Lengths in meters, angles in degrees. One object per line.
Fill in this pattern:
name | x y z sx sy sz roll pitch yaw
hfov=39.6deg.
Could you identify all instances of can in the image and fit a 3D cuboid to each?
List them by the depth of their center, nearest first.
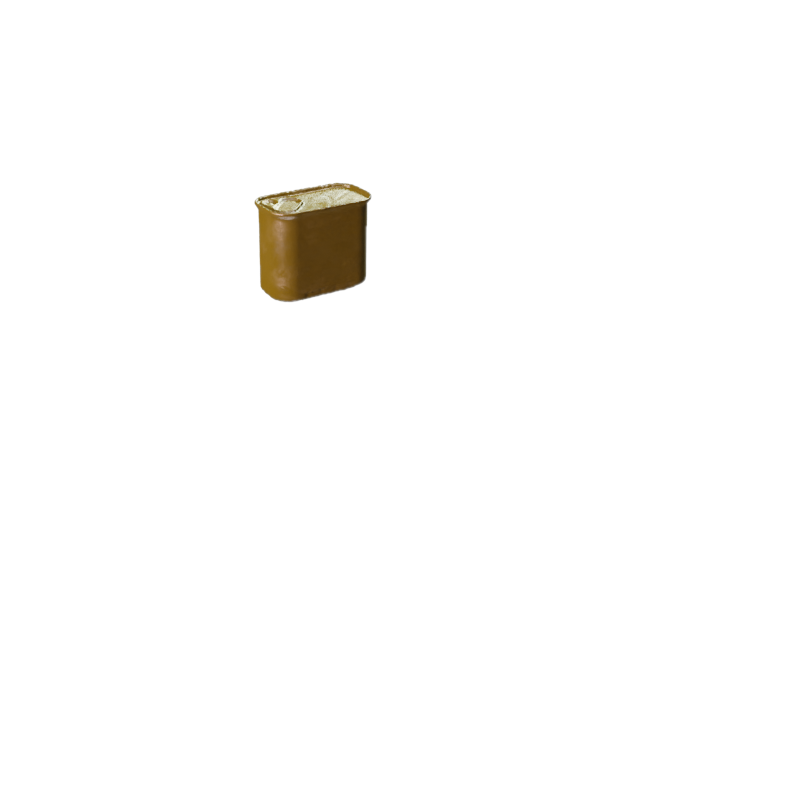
can | -0.078 -0.141 0.989 0.100 0.080 0.061 -15 28 -30
